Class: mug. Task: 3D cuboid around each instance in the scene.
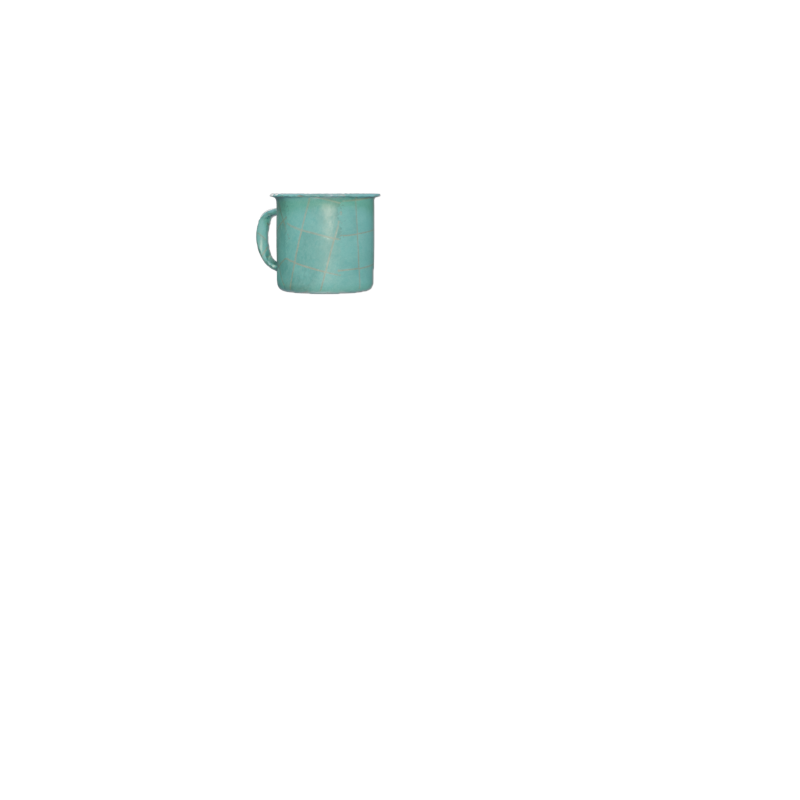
[{"bbox_3d":[-0.073,-0.133,0.934,0.122,0.081,0.091,5,9,30],"label":"mug"}]
